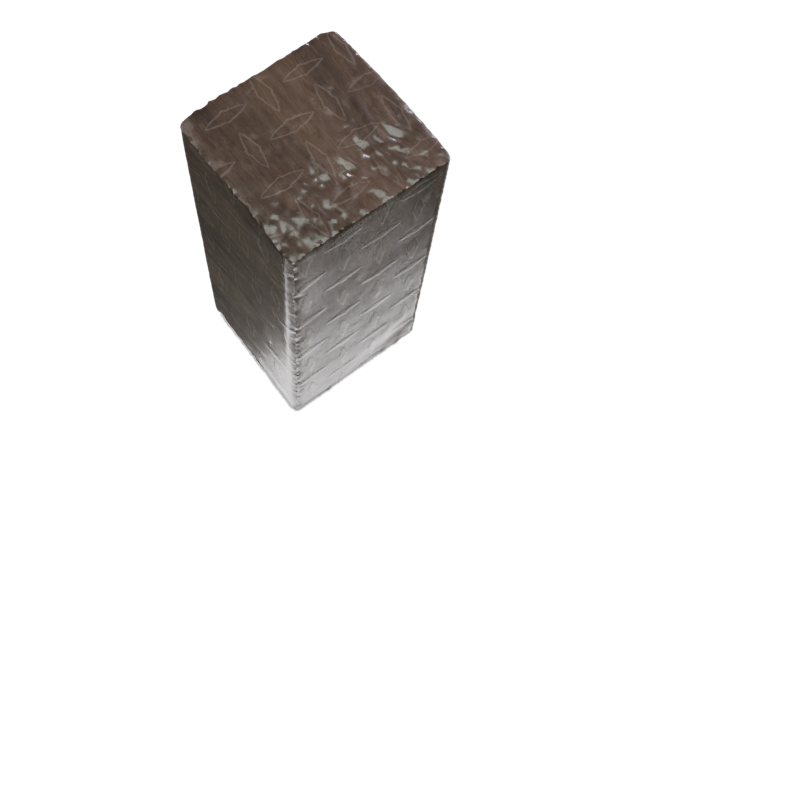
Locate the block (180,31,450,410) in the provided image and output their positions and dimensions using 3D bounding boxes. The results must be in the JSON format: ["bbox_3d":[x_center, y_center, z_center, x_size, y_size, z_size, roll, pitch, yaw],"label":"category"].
[{"bbox_3d":[-0.046,-0.084,0.582,0.091,0.094,0.196,-35,-14,-15],"label":"block"}]
